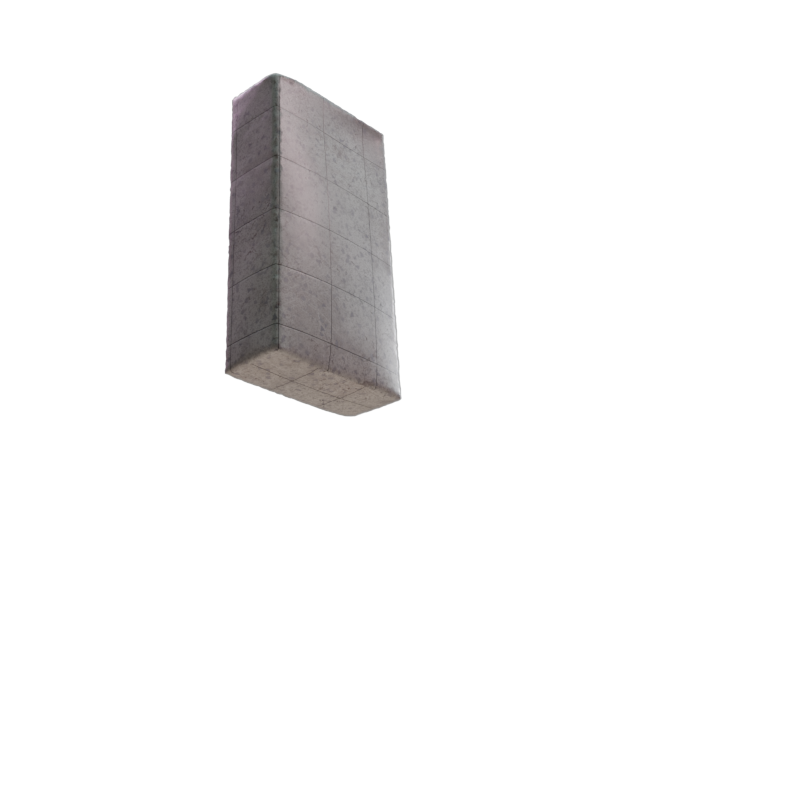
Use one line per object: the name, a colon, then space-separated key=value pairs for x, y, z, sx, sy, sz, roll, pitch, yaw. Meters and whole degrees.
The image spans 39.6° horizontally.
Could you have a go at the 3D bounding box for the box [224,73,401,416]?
box: x=-0.048 y=-0.087 z=0.609 sx=0.048 sy=0.187 sz=0.087 roll=-26 pitch=-36 yaw=38
